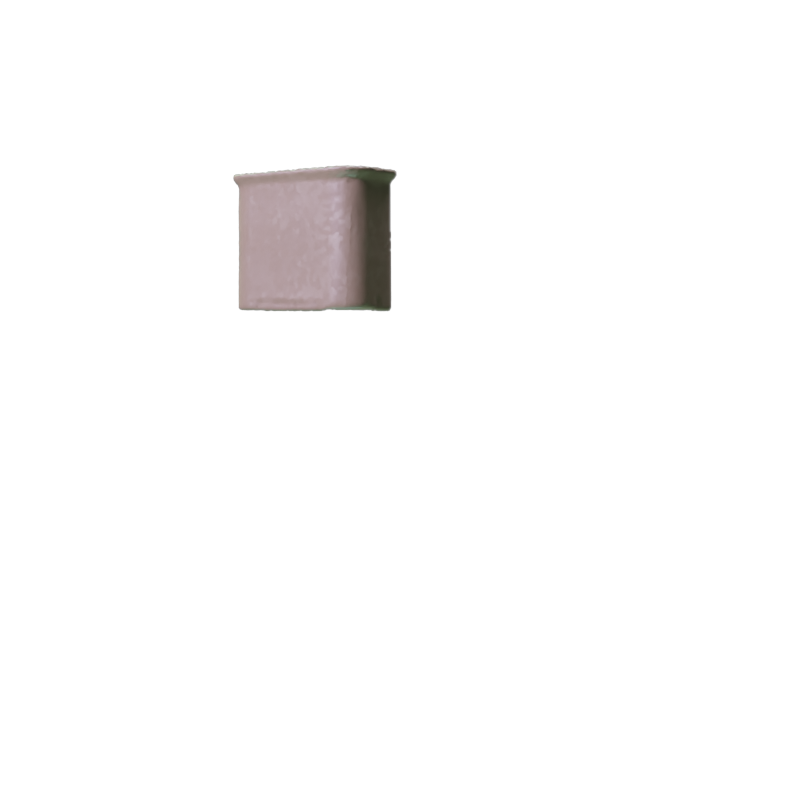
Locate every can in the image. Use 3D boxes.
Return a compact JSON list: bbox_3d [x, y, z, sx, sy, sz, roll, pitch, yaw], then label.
[{"bbox_3d":[-0.053,-0.096,0.673,0.106,0.084,0.055,2,1,37],"label":"can"}]
